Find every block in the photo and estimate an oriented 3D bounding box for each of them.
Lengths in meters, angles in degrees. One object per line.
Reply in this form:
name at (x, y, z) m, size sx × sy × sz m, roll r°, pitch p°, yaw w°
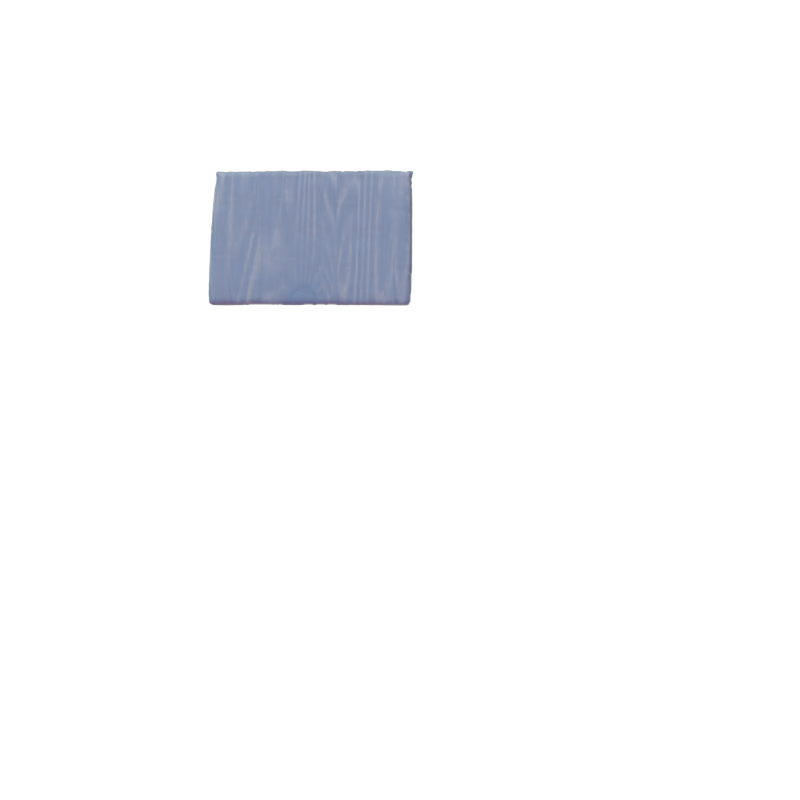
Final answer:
block at (-0.035, -0.064, 0.445) m, size 0.078 × 0.051 × 0.053 m, roll 0°, pitch 1°, yaw 0°
